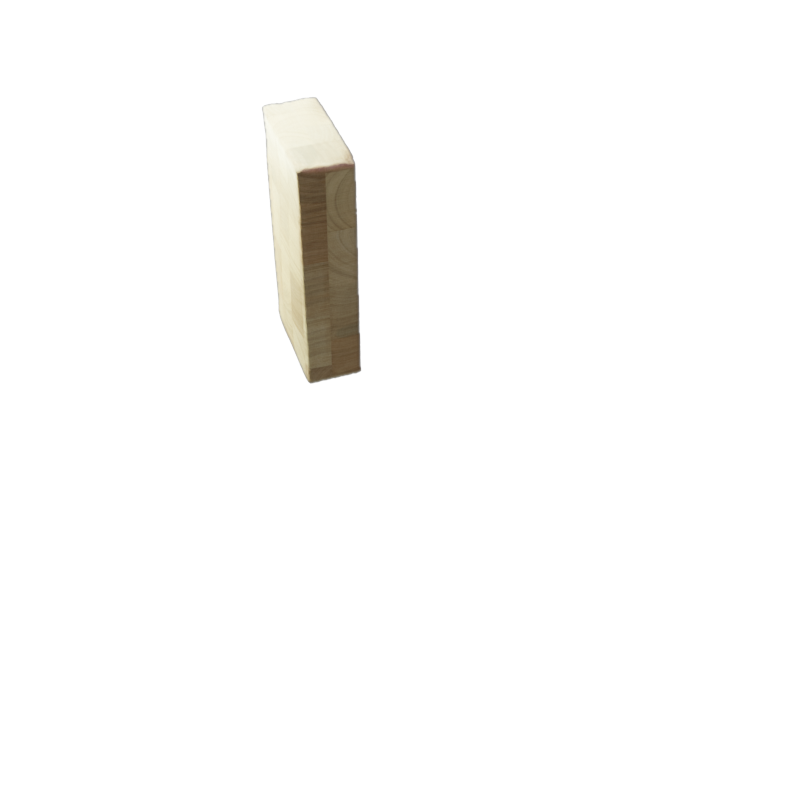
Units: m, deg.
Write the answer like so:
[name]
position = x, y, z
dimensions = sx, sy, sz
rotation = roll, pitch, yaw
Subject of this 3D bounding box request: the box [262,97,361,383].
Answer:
[box]
position = -0.059, -0.109, 0.764
dimensions = 0.047, 0.165, 0.101
rotation = -10, 41, -16
